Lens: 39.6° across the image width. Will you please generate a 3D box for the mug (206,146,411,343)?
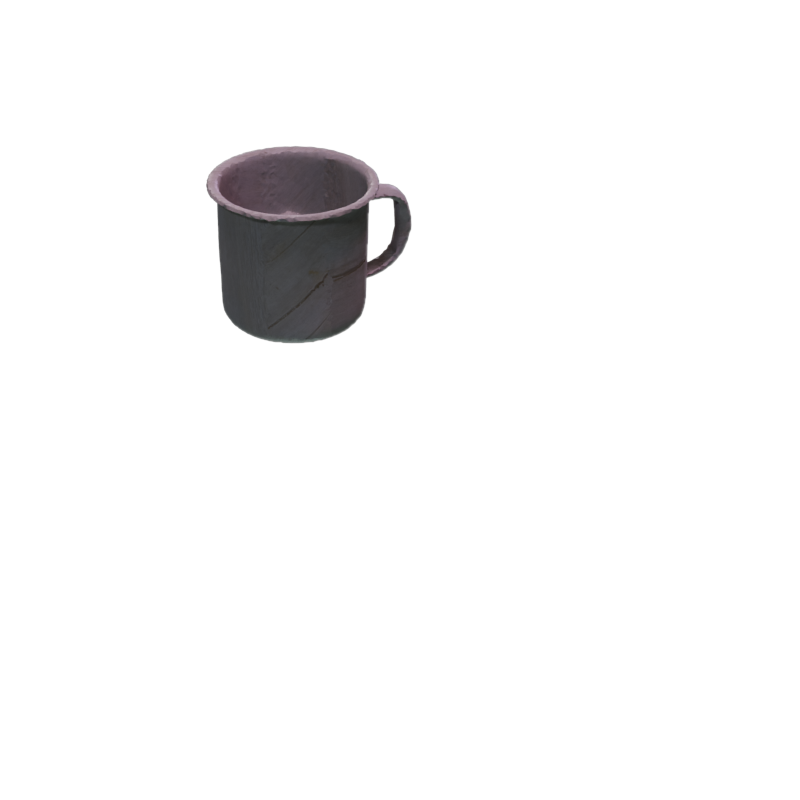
[{"bbox_3d":[-0.048,-0.088,0.617,0.115,0.077,0.101,-14,35,-22],"label":"mug"}]
